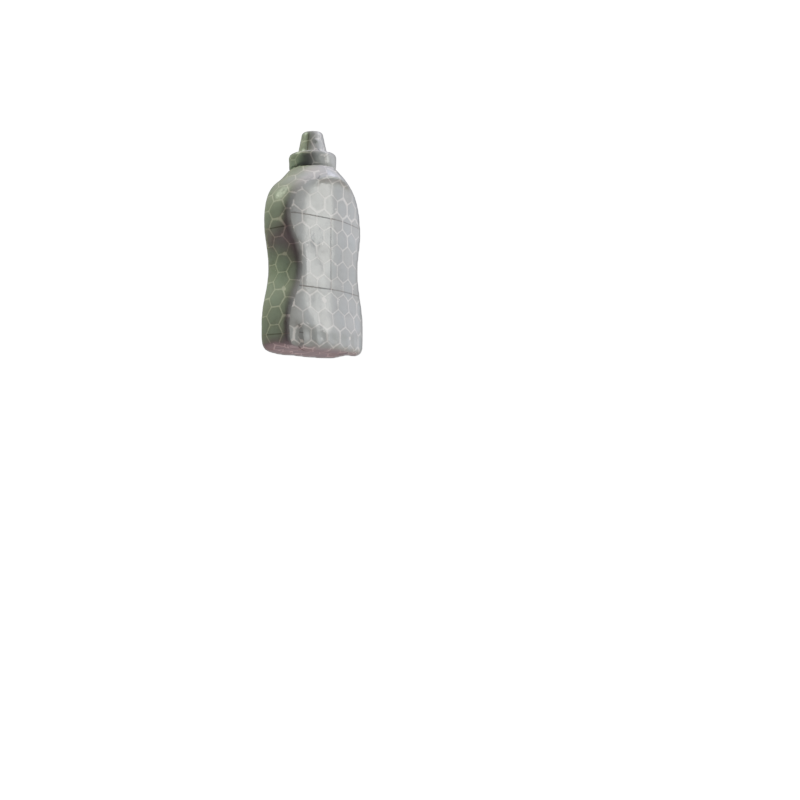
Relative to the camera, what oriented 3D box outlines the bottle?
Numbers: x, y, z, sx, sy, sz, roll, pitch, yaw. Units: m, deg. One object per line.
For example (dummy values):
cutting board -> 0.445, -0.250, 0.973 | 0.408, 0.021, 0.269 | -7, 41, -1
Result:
bottle -> -0.074, -0.134, 0.940 | 0.060, 0.197, 0.091 | -10, -14, 42
